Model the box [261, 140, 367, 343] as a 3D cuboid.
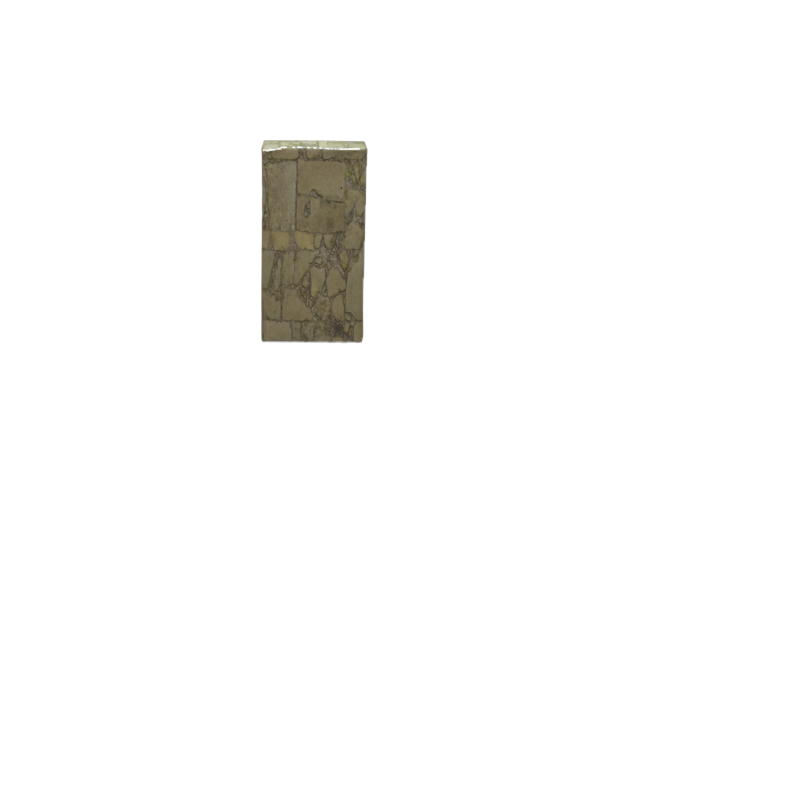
[{"bbox_3d":[-0.077,-0.140,0.980,0.093,0.169,0.050,0,17,-2],"label":"box"}]
